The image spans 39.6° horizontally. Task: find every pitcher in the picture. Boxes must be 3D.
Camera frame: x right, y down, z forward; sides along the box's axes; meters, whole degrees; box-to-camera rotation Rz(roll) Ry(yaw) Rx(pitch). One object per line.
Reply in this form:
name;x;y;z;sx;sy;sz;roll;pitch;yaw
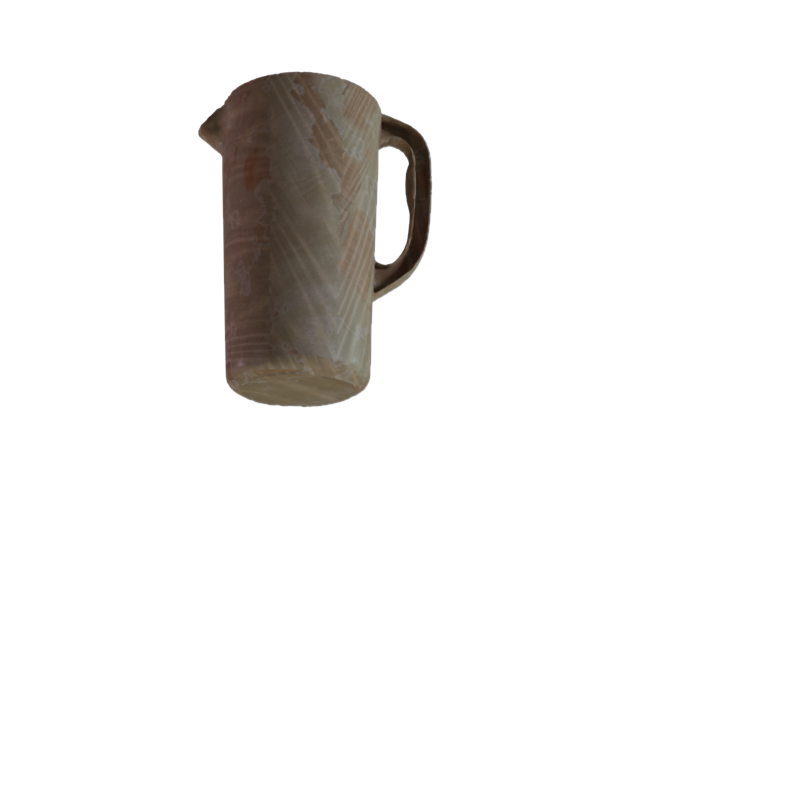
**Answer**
pitcher;-0.068;-0.124;0.869;0.151;0.256;0.136;-17;-26;35
